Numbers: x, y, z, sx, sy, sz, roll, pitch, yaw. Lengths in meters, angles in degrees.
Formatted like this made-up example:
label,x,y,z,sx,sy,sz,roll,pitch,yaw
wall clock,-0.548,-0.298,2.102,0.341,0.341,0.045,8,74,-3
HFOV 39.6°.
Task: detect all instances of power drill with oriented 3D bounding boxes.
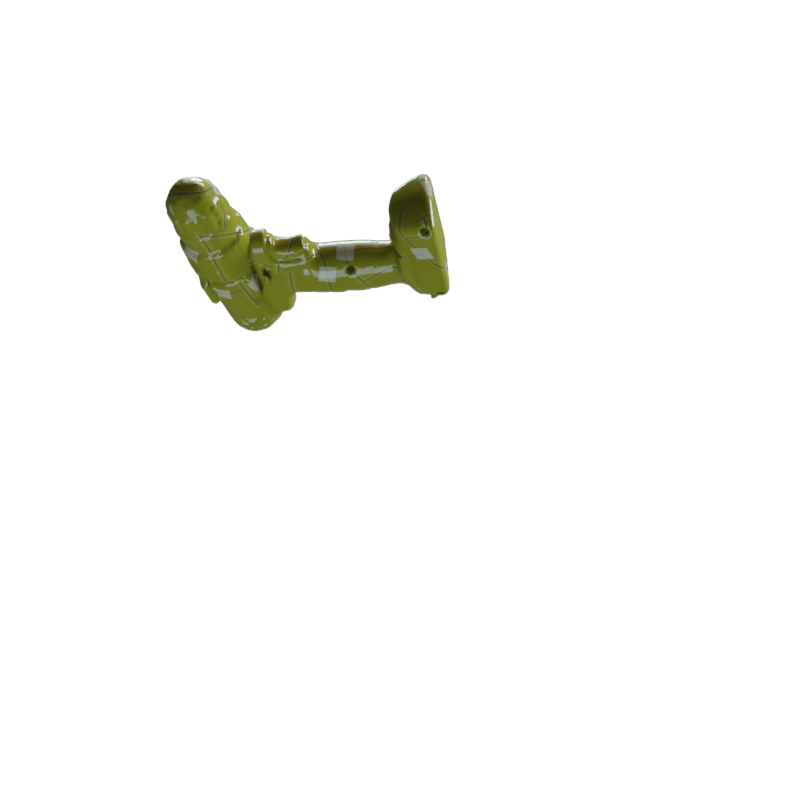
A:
label,x,y,z,sx,sy,sz,roll,pitch,yaw
power drill,-0.064,-0.117,0.818,0.190,0.061,0.172,-5,-25,11
